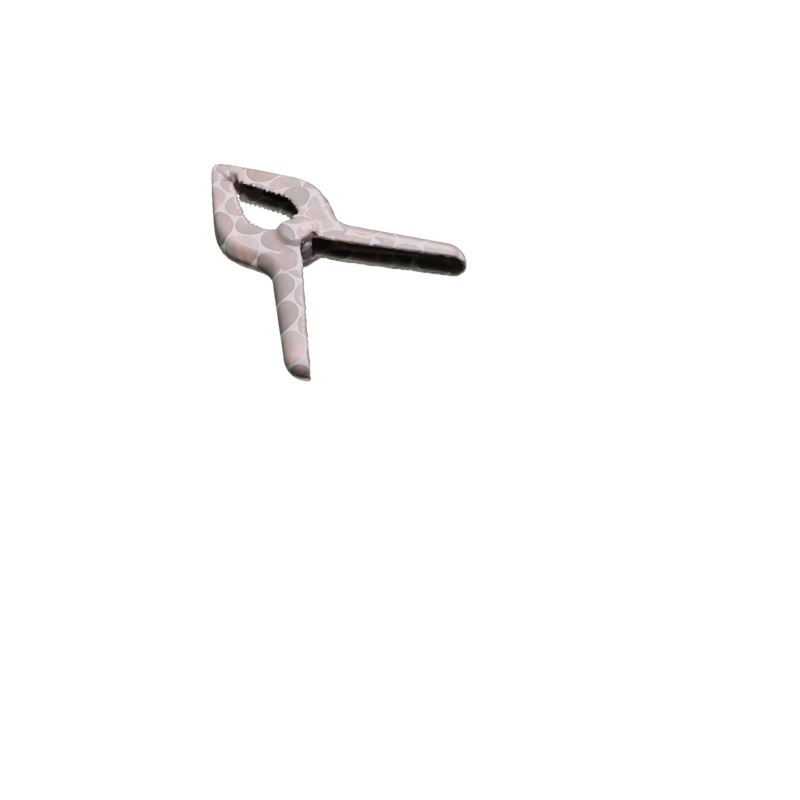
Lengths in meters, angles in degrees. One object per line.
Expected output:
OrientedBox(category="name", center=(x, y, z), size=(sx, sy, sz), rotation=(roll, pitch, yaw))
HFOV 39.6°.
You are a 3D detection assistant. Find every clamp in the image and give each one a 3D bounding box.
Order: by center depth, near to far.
OrientedBox(category="clamp", center=(-0.066, -0.120, 0.839), size=(0.164, 0.034, 0.226), rotation=(-28, 54, -23))
